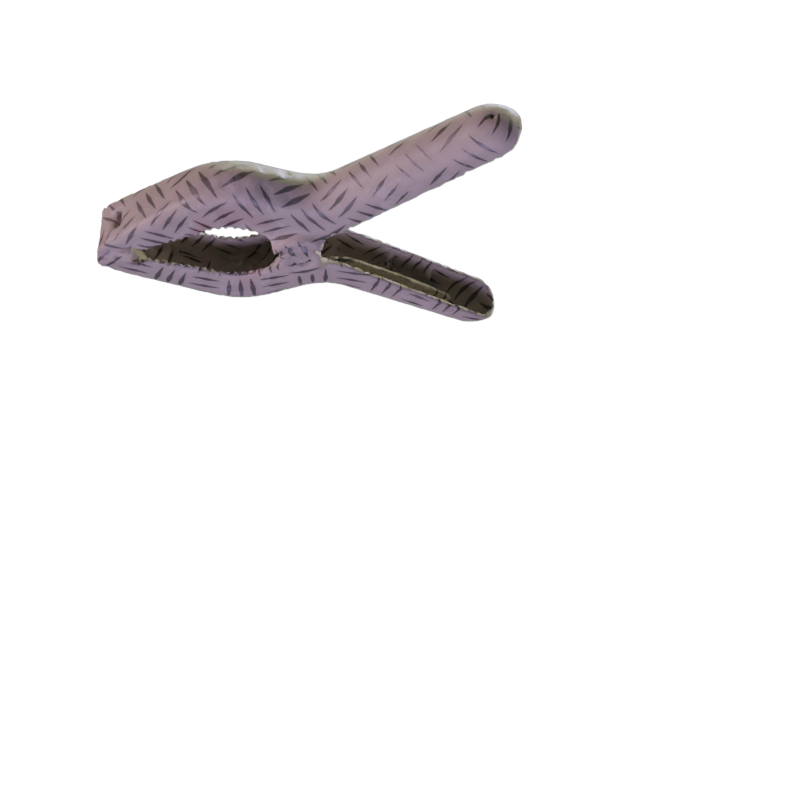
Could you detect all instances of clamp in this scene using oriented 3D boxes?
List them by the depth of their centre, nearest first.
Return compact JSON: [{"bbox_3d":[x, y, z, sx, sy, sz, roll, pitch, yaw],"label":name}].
[{"bbox_3d":[-0.044,-0.079,0.557,0.212,0.039,0.153,-4,-29,7],"label":"clamp"}]
